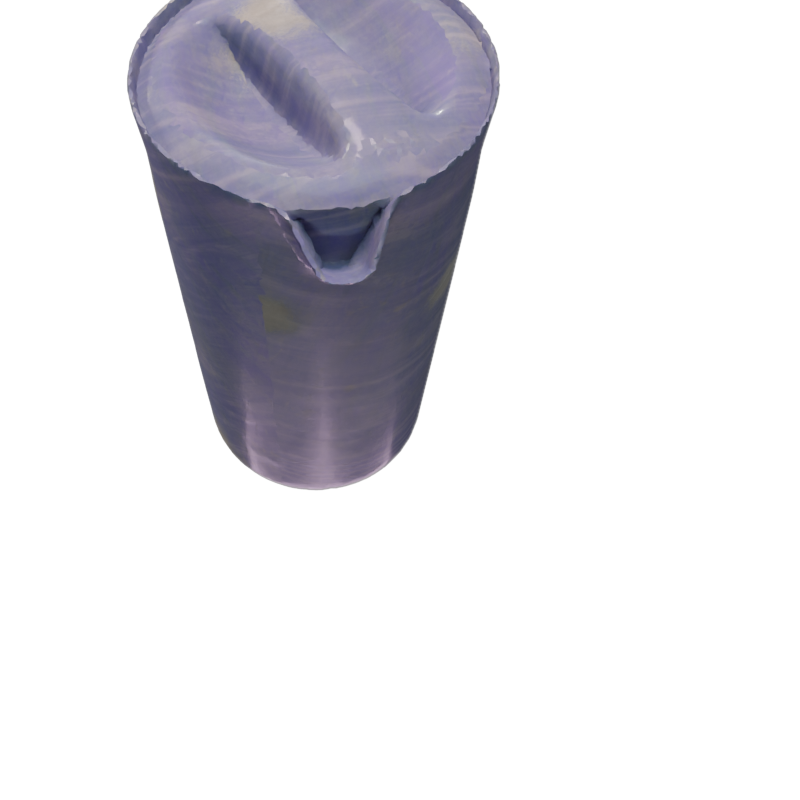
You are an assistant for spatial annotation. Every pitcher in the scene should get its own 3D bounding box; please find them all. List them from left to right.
[{"bbox_3d":[-0.039,-0.070,0.492,0.151,0.153,0.227,31,-30,17],"label":"pitcher"}]
